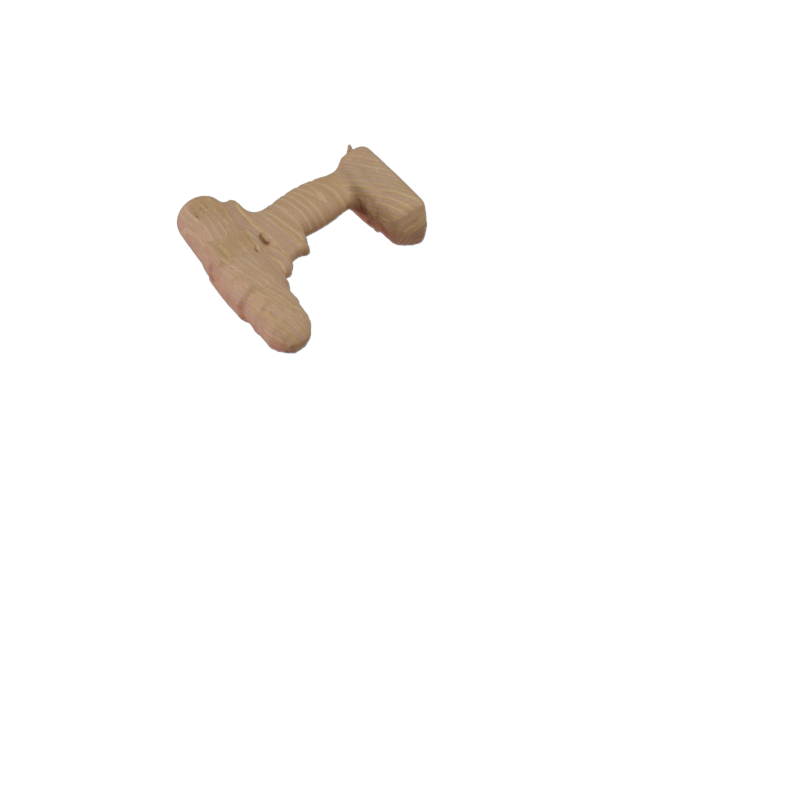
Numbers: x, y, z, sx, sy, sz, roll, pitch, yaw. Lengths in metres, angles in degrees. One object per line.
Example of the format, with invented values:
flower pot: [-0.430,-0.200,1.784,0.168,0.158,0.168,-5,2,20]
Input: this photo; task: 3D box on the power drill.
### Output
power drill: [-0.073,-0.134,0.939,0.187,0.053,0.199,-26,54,-21]
